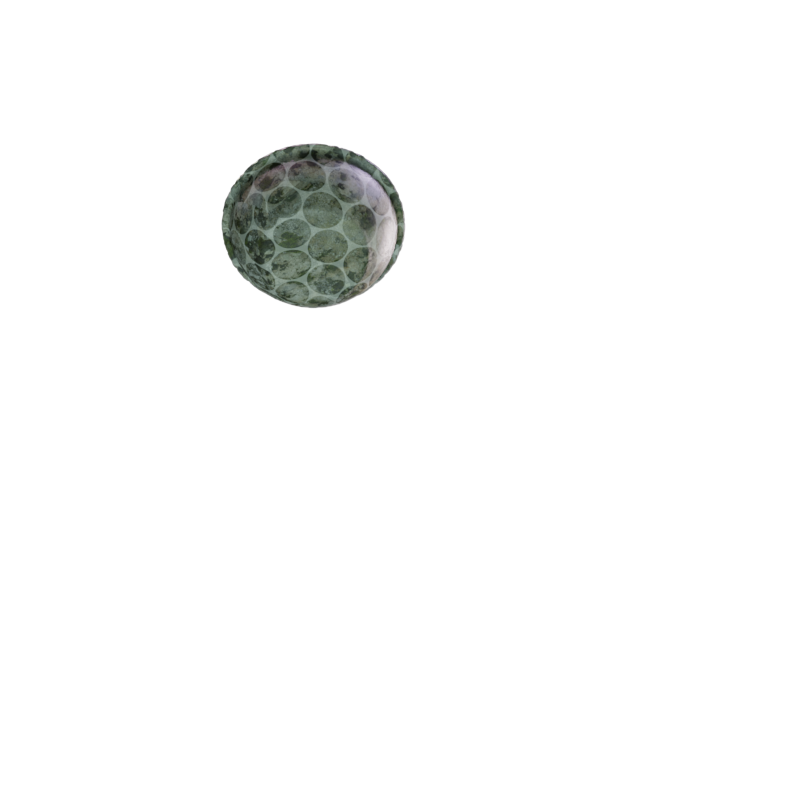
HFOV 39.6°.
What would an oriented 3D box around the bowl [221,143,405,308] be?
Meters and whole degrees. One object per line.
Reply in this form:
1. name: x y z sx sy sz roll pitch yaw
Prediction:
1. bowl: -0.074 -0.136 0.951 0.162 0.152 0.059 1 32 -1
